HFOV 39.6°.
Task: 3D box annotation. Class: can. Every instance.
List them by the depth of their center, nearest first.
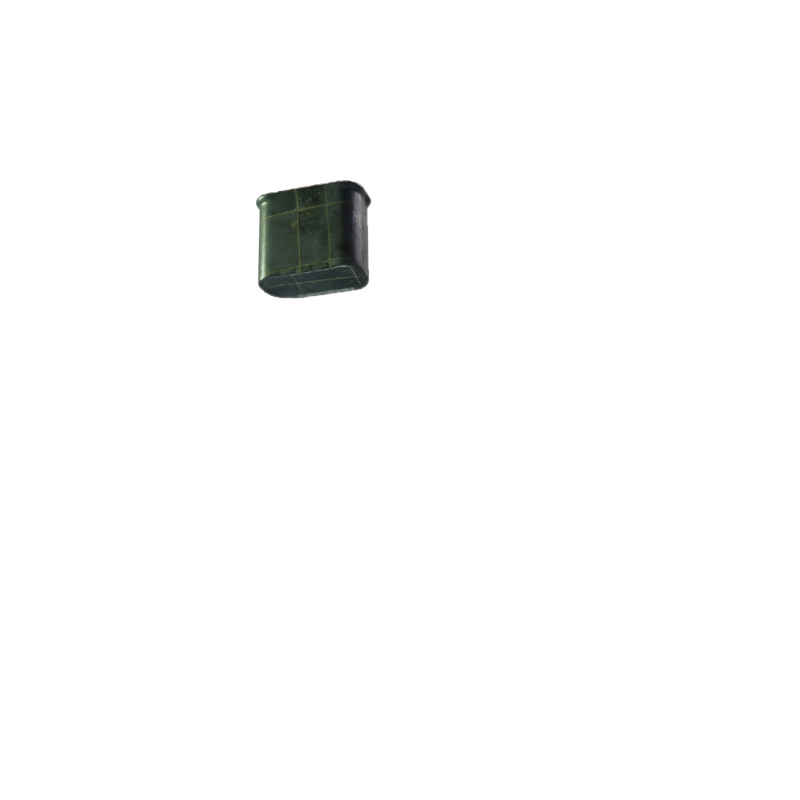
[{"bbox_3d":[-0.077,-0.141,0.987,0.103,0.089,0.053,-8,-25,16],"label":"can"}]
